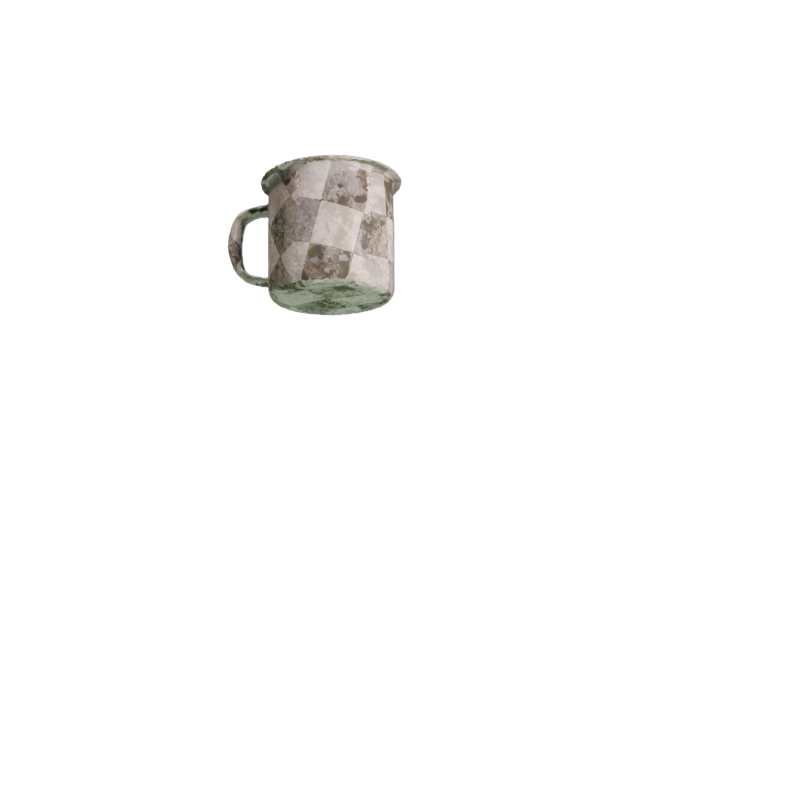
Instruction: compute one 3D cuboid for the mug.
[{"bbox_3d":[-0.057,-0.103,0.723,0.119,0.085,0.088,-3,-15,12],"label":"mug"}]
